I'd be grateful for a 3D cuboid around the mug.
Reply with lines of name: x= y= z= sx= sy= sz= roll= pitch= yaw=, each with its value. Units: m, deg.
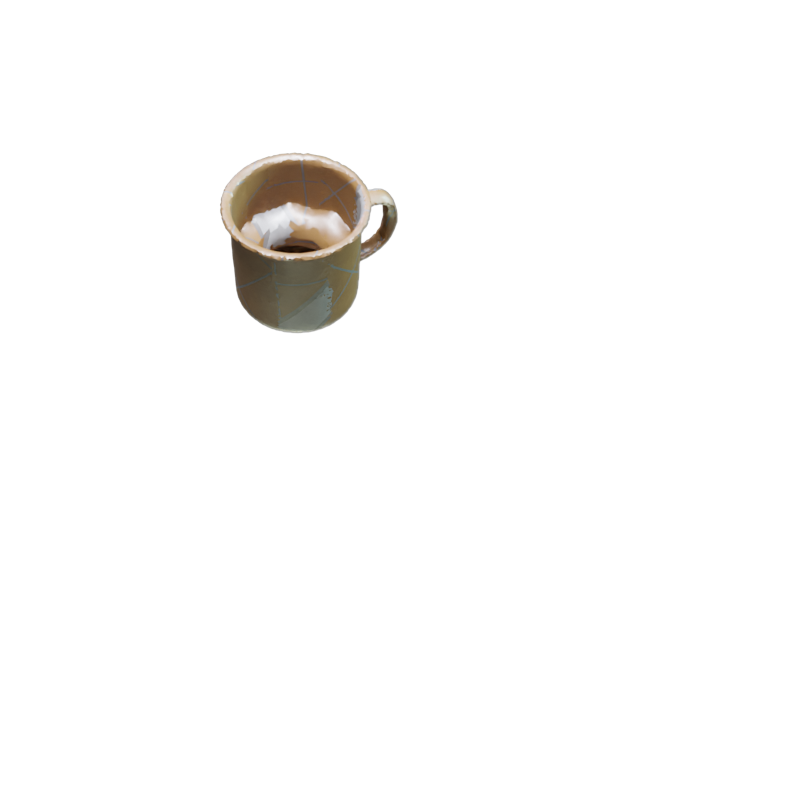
mug: x=-0.056 y=-0.102 z=0.712 sx=0.116 sy=0.101 sz=0.076 roll=-22 pitch=-35 yaw=-18
